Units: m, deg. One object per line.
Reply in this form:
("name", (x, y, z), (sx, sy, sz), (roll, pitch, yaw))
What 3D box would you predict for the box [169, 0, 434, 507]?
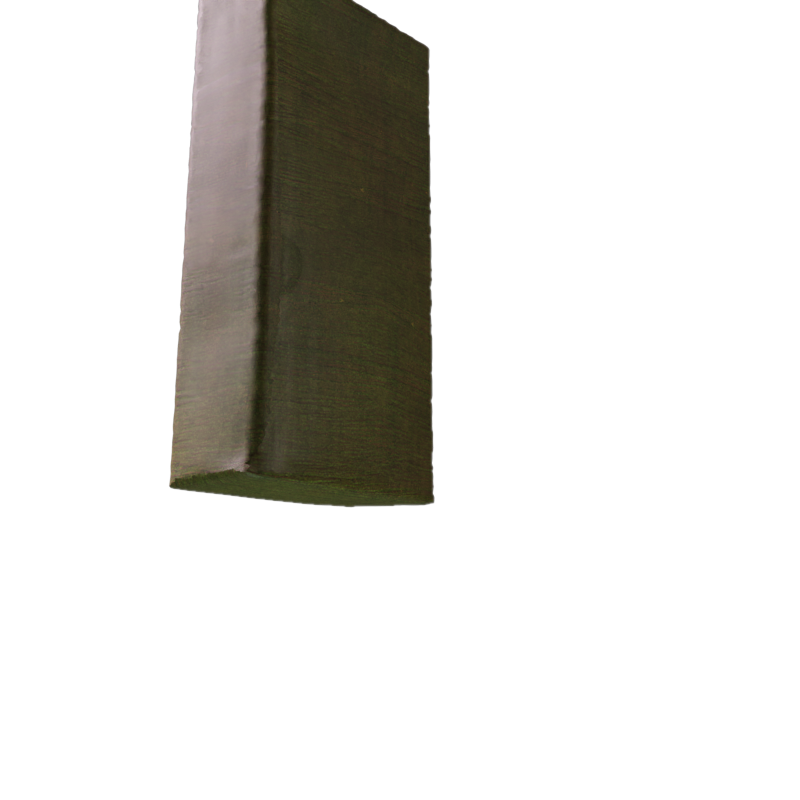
("box", (-0.031, -0.055, 0.389), (0.049, 0.184, 0.088), (-15, -22, 37))
